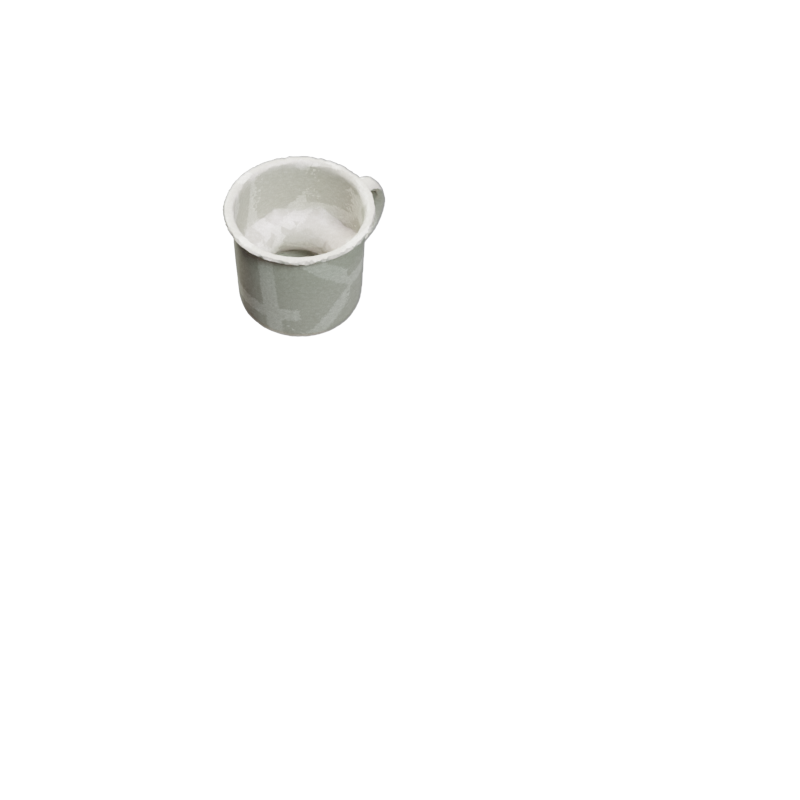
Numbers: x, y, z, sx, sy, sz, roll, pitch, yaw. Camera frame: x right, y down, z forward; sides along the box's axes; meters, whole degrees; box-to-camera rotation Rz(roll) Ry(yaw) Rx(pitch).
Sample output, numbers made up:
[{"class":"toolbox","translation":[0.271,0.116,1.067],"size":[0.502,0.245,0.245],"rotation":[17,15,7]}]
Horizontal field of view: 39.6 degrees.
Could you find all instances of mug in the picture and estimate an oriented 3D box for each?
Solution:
[{"class":"mug","translation":[-0.056,-0.102,0.713],"size":[0.099,0.076,0.118],"rotation":[37,59,25]}]
